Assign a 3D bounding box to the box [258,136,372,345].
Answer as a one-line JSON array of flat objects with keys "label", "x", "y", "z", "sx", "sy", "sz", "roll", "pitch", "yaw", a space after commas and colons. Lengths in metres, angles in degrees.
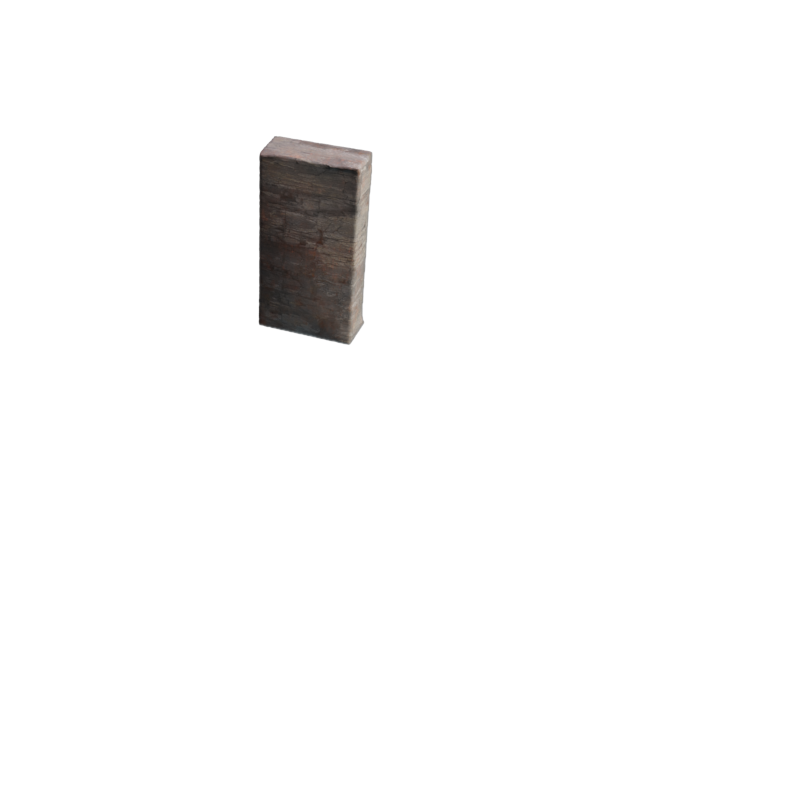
[{"label": "box", "x": -0.077, "y": -0.140, "z": 0.983, "sx": 0.096, "sy": 0.165, "sz": 0.050, "roll": 12, "pitch": 34, "yaw": 15}]
